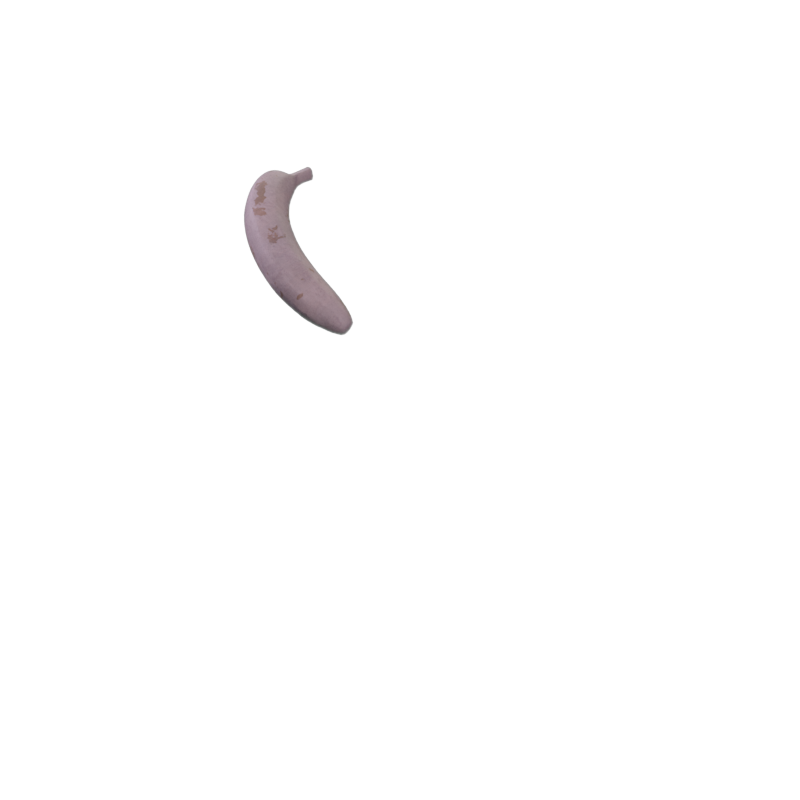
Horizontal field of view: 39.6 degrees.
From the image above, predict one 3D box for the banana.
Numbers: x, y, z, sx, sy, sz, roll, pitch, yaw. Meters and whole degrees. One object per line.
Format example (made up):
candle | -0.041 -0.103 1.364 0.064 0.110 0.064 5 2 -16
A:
banana | -0.090 -0.130 0.904 0.069 0.214 0.034 -8 -41 -8
